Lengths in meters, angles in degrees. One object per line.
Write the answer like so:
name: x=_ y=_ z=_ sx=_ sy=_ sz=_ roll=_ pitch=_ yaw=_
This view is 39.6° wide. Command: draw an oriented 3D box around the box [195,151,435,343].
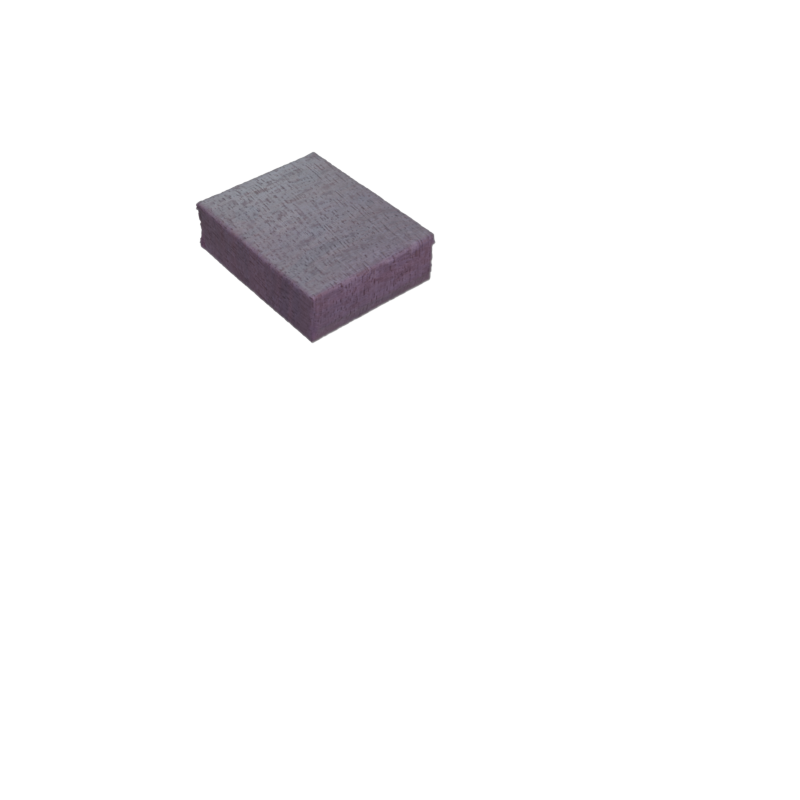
box: x=-0.050 y=-0.092 z=0.643 sx=0.090 sy=0.036 sz=0.122 roll=-29 pitch=48 yaw=-30
